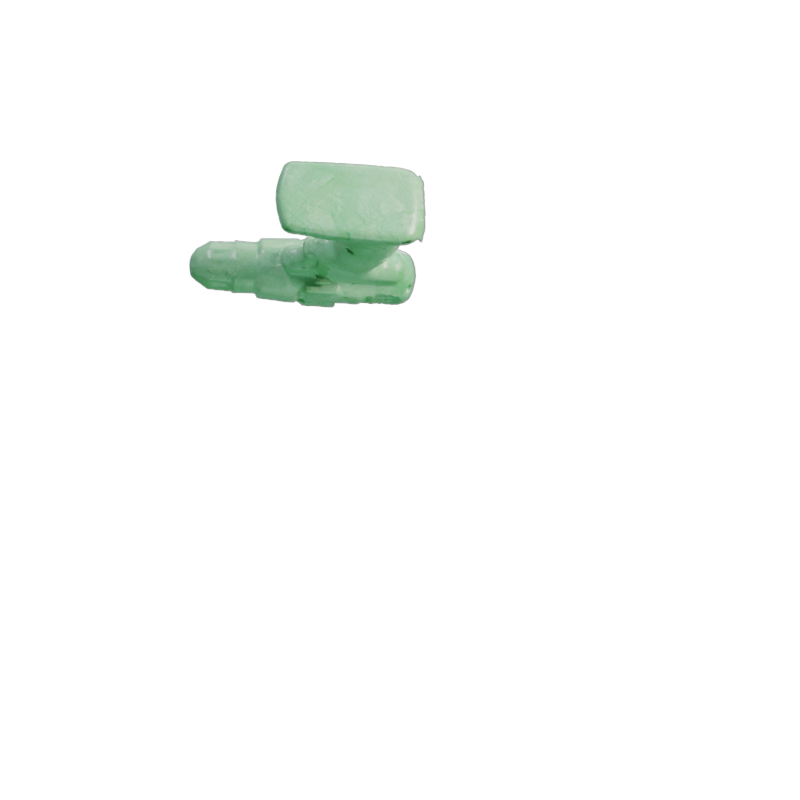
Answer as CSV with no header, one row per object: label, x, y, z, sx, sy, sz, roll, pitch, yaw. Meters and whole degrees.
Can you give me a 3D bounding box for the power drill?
power drill,-0.066,-0.120,0.843,0.182,0.059,0.183,2,-12,-9
